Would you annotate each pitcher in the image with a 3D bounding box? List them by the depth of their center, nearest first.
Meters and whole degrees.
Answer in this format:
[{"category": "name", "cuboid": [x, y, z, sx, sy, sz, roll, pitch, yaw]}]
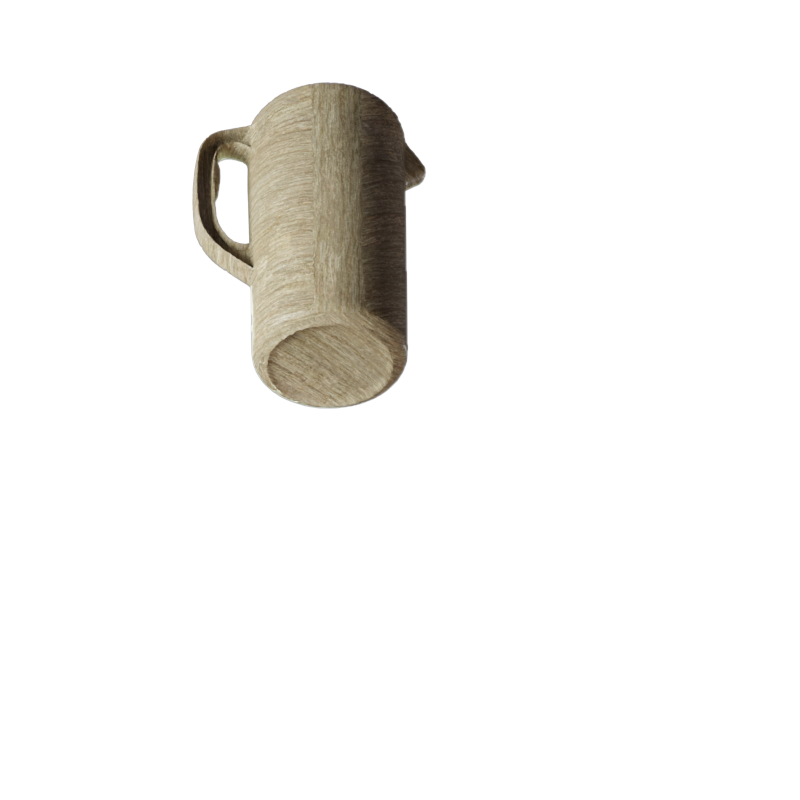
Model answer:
[{"category": "pitcher", "cuboid": [-0.066, -0.120, 0.839, 0.150, 0.261, 0.134, -23, -46, 21]}]
